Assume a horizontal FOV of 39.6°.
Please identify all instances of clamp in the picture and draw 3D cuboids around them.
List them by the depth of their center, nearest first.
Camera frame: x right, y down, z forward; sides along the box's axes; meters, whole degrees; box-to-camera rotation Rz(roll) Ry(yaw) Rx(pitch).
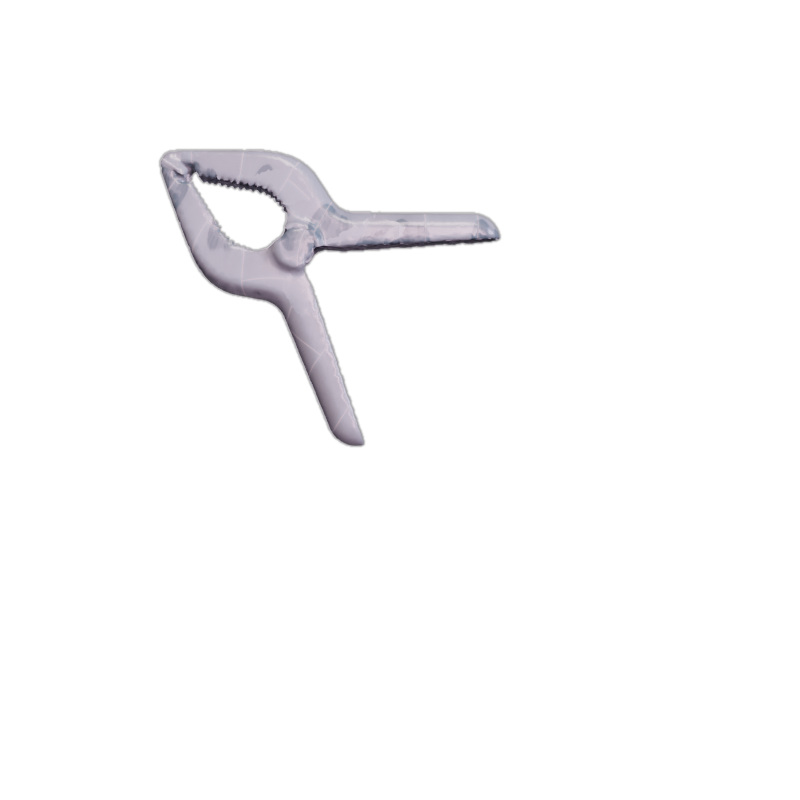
[{"bbox_3d":[-0.054,-0.099,0.693,0.214,0.166,0.035,40,-8,7],"label":"clamp"}]
